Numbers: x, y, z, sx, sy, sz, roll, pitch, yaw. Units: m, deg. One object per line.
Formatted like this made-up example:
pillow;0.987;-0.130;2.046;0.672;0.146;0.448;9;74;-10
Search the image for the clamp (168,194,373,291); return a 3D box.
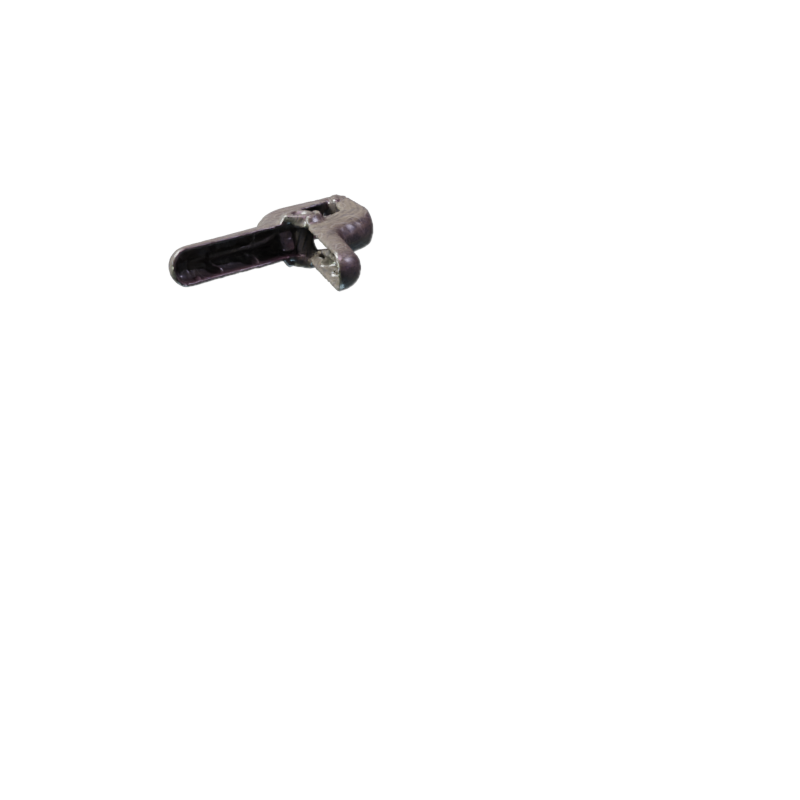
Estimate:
clamp;-0.056;-0.102;0.718;0.125;0.037;0.173;11;27;23
